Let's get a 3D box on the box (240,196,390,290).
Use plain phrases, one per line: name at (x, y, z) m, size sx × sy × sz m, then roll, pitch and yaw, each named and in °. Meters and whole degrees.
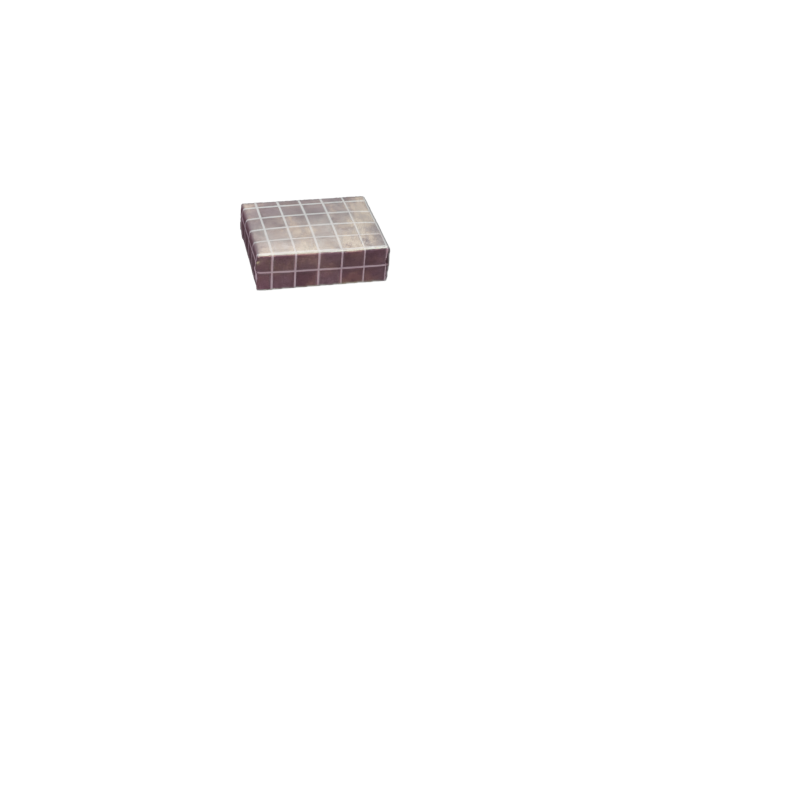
box at (-0.073, -0.133, 0.934) m, size 0.112 × 0.036 × 0.097 m, roll -8°, pitch 36°, yaw -11°
